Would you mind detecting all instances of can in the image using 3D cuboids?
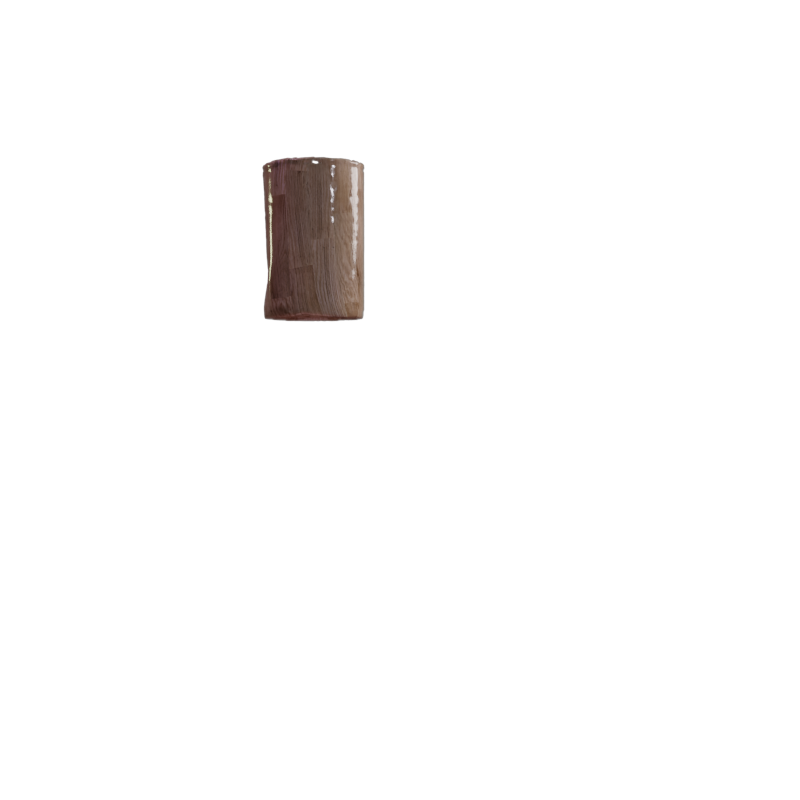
[{"bbox_3d":[-0.057,-0.104,0.732,0.068,0.104,0.068,0,-4,-2],"label":"can"}]
